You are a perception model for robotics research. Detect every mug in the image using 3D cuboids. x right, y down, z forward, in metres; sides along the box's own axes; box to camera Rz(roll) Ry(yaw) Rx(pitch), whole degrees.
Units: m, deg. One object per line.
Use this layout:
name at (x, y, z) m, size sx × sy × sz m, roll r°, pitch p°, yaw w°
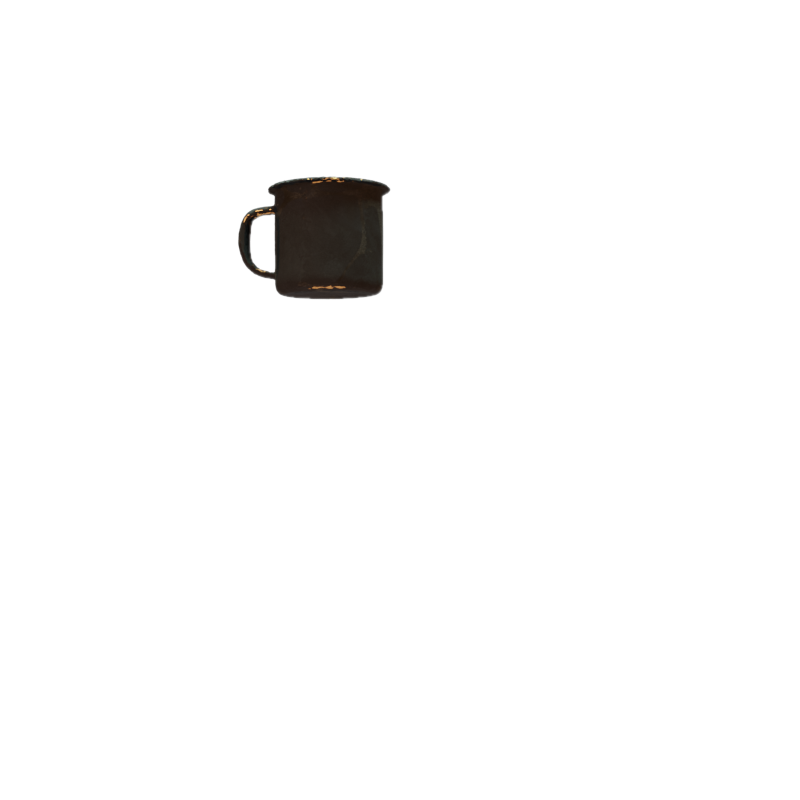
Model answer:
mug at (-0.066, -0.120, 0.840) m, size 0.118 × 0.083 × 0.091 m, roll -1°, pitch -4°, yaw 7°
